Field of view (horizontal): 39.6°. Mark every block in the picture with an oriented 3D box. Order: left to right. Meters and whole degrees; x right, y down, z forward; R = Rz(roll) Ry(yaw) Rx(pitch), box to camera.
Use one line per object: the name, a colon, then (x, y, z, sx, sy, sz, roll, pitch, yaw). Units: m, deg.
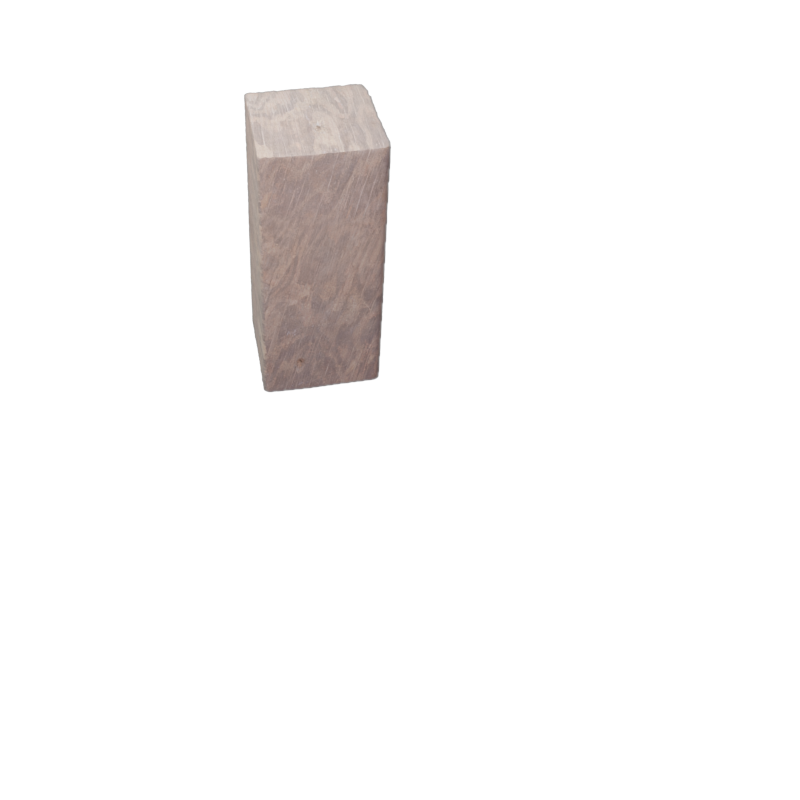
block: (-0.063, -0.115, 0.809, 0.089, 0.192, 0.098, -5, 40, -10)
